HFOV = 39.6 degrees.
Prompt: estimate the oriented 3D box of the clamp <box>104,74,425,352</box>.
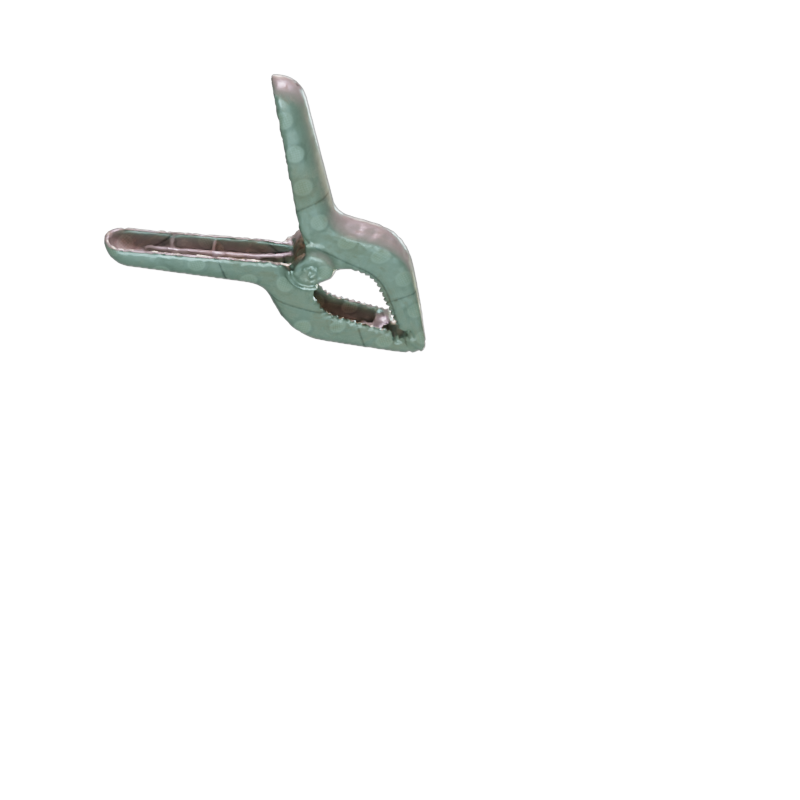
[{"bbox_3d":[-0.054,-0.098,0.685,0.200,0.039,0.161,30,-55,-24],"label":"clamp"}]
